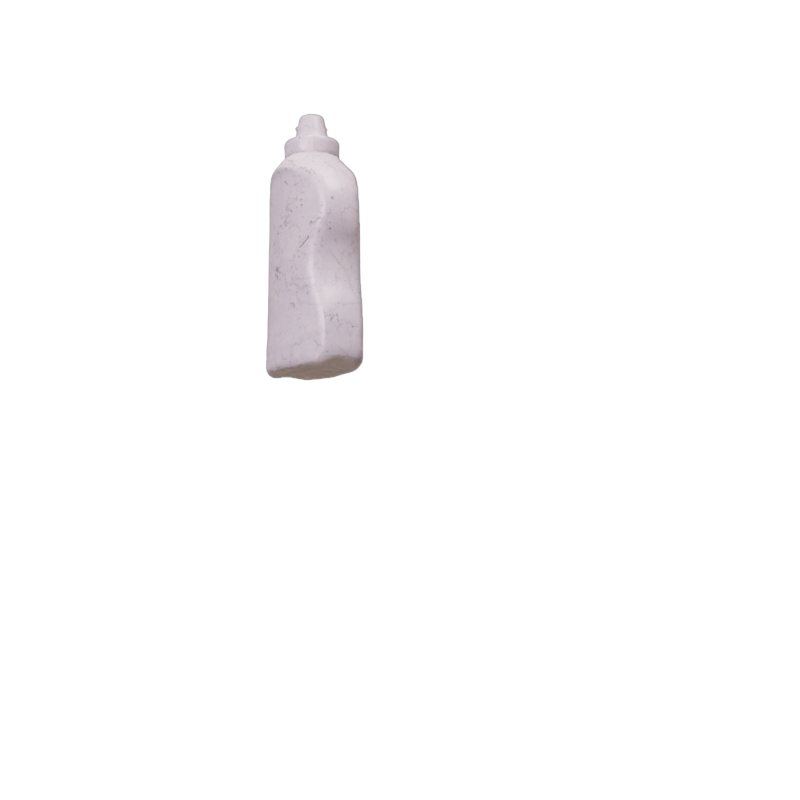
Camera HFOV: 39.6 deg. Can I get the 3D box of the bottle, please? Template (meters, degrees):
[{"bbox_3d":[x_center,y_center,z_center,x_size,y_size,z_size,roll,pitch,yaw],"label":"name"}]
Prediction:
[{"bbox_3d":[-0.063,-0.115,0.804,0.056,0.198,0.096,6,-14,-26],"label":"bottle"}]
